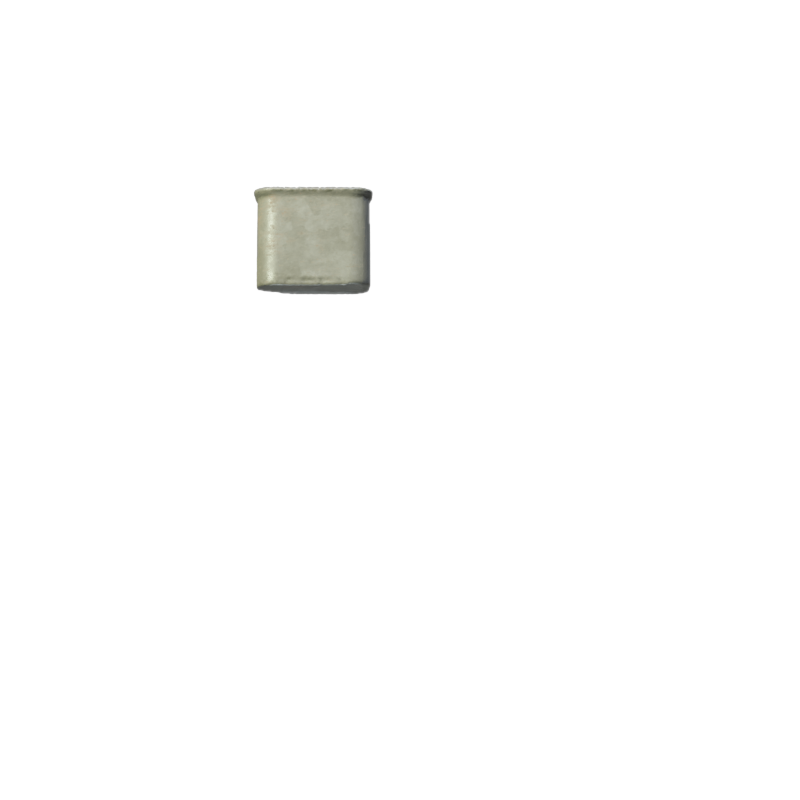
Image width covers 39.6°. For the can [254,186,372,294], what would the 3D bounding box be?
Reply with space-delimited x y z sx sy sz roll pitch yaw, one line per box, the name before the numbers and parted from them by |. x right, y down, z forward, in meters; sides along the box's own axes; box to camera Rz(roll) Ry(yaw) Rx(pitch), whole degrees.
can | -0.074 -0.136 0.949 0.102 0.086 0.056 0 -9 -1
